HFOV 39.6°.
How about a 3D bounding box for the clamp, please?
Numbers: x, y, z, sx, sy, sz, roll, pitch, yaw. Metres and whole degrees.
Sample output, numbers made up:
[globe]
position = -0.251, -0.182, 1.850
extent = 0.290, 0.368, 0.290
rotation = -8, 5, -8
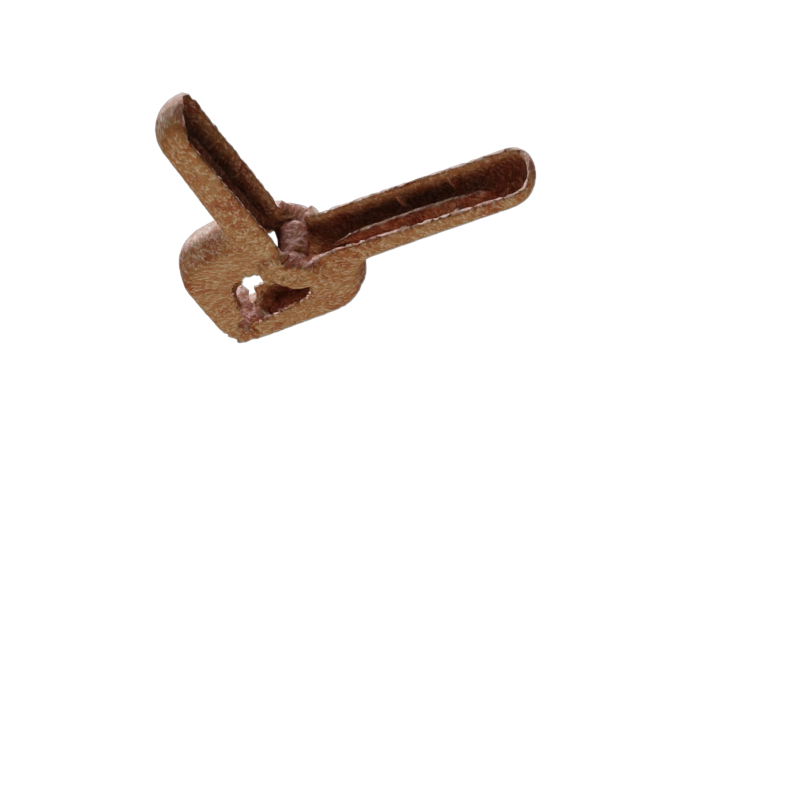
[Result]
[clamp]
position = -0.042, -0.076, 0.533
extent = 0.161, 0.038, 0.203
rotation = 5, -20, -13
